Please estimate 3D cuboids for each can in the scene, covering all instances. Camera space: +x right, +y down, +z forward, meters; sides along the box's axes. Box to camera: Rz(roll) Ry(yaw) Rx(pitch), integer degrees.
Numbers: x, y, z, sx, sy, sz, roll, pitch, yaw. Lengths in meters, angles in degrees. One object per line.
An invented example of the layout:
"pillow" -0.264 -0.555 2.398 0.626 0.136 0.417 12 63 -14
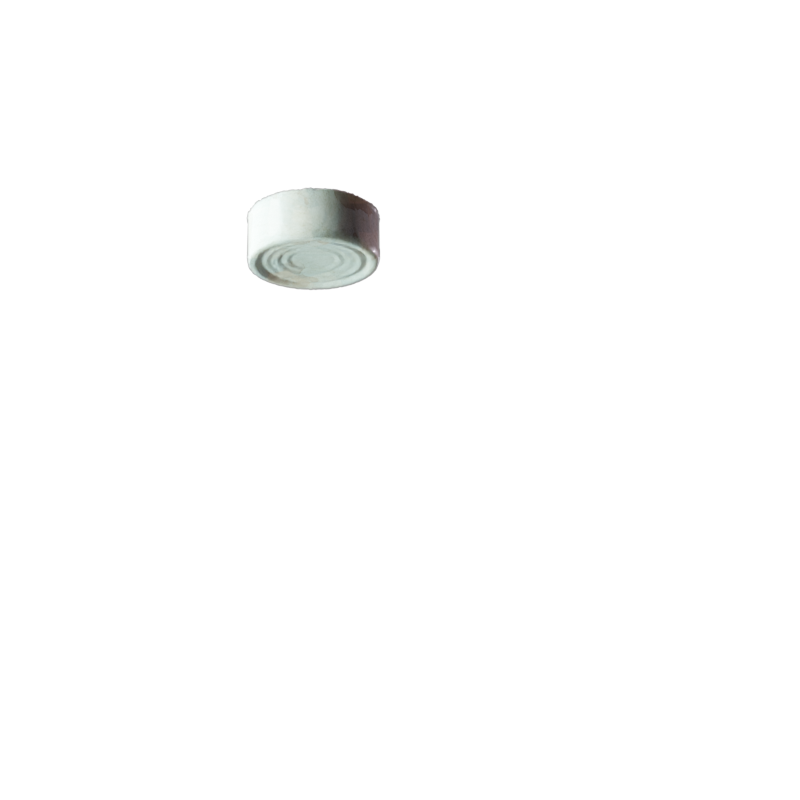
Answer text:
"can" -0.055 -0.101 0.707 0.086 0.035 0.082 0 -19 -2
